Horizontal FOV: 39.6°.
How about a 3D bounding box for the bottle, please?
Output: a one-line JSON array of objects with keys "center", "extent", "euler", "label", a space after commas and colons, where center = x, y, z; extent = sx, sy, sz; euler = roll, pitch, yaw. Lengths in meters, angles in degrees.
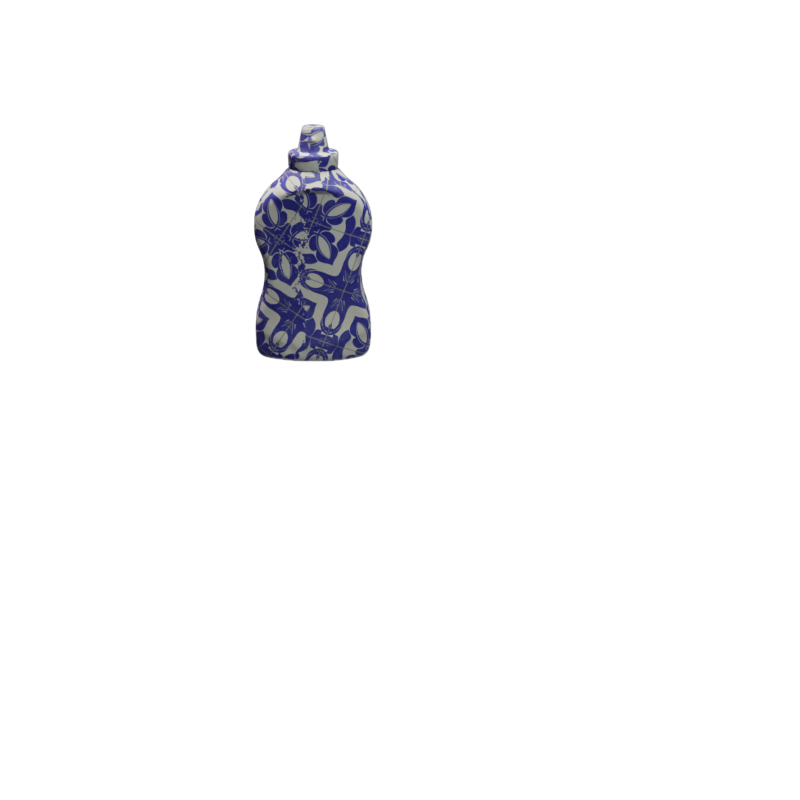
[{"center": [-0.071, -0.129, 0.907], "extent": [0.096, 0.185, 0.060], "euler": [1, 16, 0], "label": "bottle"}]
